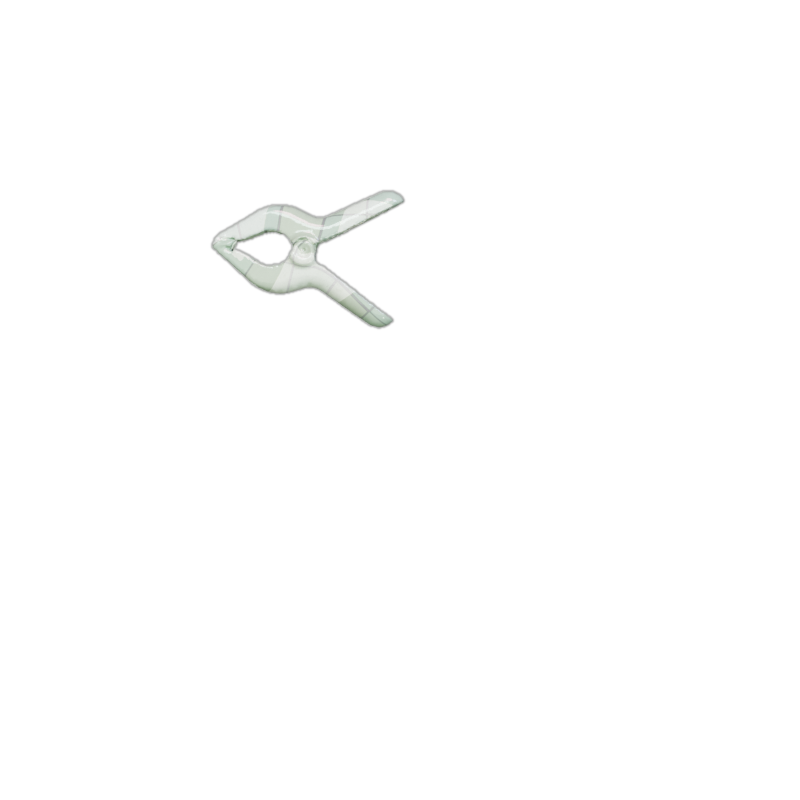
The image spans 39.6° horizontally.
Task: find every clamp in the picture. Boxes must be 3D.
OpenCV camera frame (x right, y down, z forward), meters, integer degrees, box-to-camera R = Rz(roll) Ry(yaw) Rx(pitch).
[{"bbox_3d":[-0.077,-0.141,0.985,0.172,0.123,0.038,14,-10,2],"label":"clamp"}]
